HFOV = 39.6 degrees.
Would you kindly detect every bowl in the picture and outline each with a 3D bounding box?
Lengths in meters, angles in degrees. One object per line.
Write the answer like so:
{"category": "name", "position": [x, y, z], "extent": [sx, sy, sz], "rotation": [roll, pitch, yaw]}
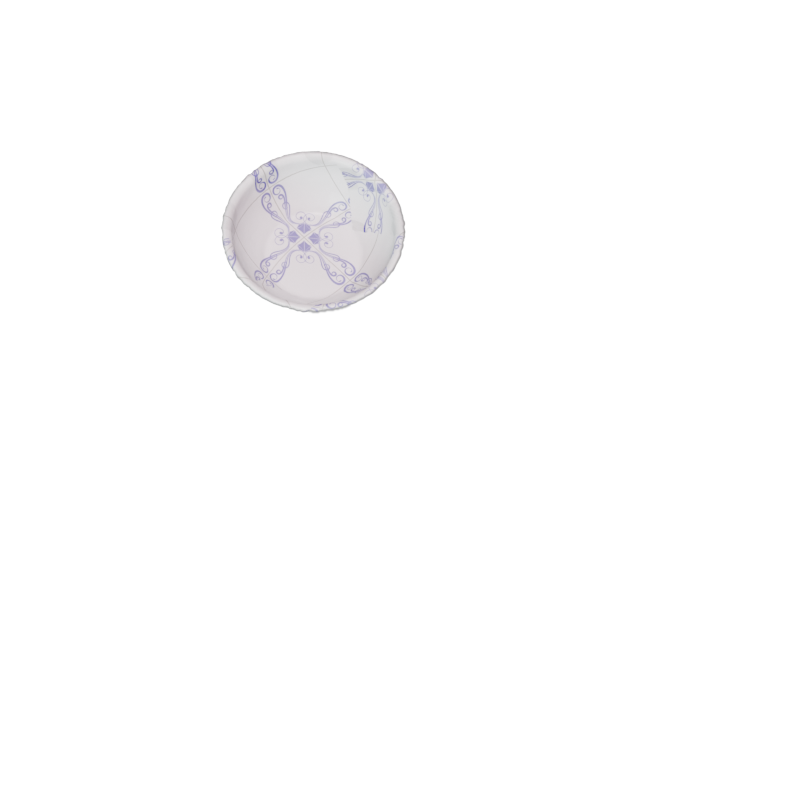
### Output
{"category": "bowl", "position": [-0.078, -0.143, 0.998], "extent": [0.162, 0.172, 0.052], "rotation": [-1, -26, -1]}
